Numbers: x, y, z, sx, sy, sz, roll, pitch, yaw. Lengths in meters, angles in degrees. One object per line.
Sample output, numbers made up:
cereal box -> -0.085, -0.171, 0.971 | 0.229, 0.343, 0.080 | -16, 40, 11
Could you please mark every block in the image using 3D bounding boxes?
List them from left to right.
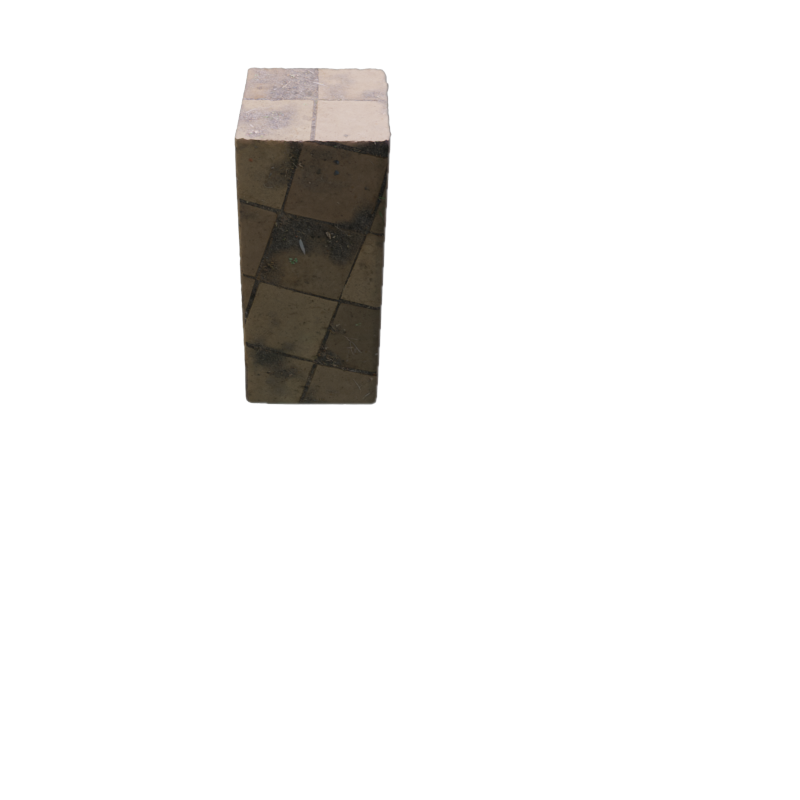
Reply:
block -> -0.056, -0.103, 0.719 | 0.090, 0.193, 0.097 | 2, 39, -2
